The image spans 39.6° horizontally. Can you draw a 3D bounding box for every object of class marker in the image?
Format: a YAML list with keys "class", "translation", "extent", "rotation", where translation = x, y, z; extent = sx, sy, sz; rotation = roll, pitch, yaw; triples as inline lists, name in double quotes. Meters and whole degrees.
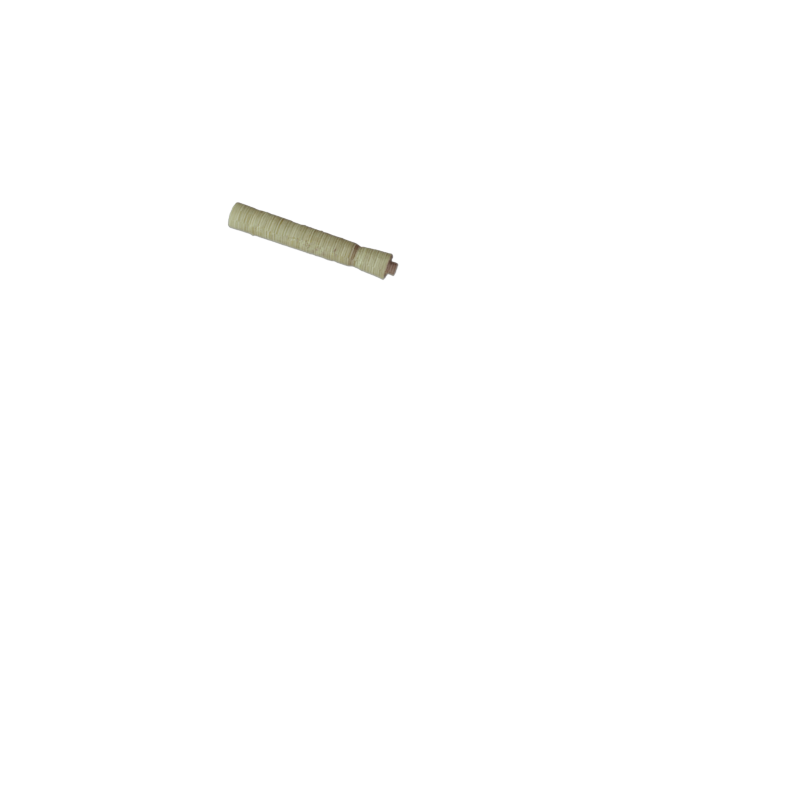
- class: "marker"
  translation: [-0.060, -0.109, 0.764]
  extent: [0.123, 0.020, 0.020]
  rotation: [20, 7, 9]
